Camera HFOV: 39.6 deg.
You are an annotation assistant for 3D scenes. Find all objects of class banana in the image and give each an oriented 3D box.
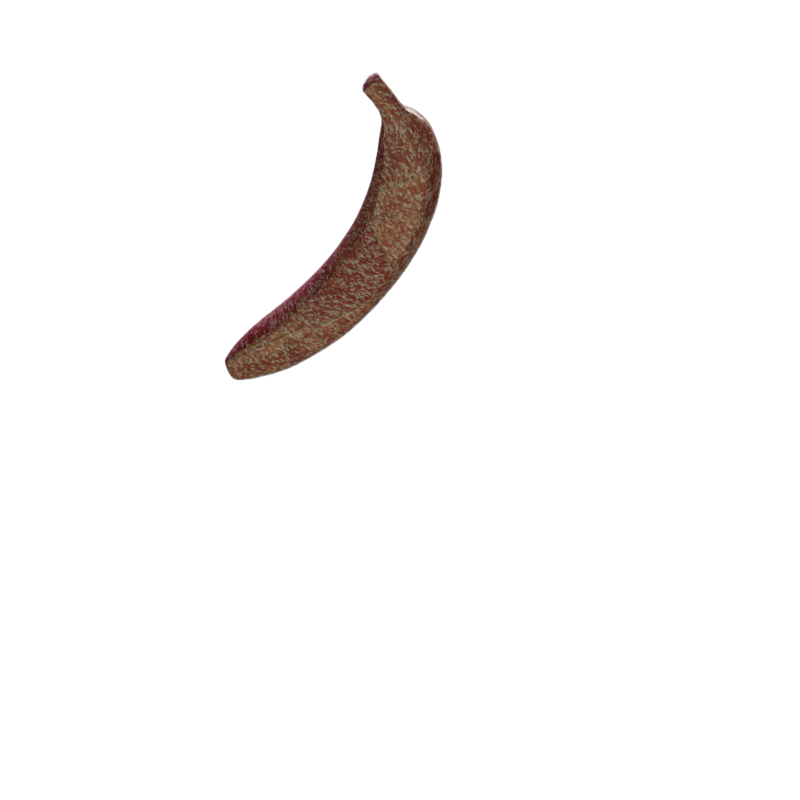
[{"bbox_3d":[-0.028,-0.081,0.594,0.068,0.191,0.039,22,28,-14],"label":"banana"}]
